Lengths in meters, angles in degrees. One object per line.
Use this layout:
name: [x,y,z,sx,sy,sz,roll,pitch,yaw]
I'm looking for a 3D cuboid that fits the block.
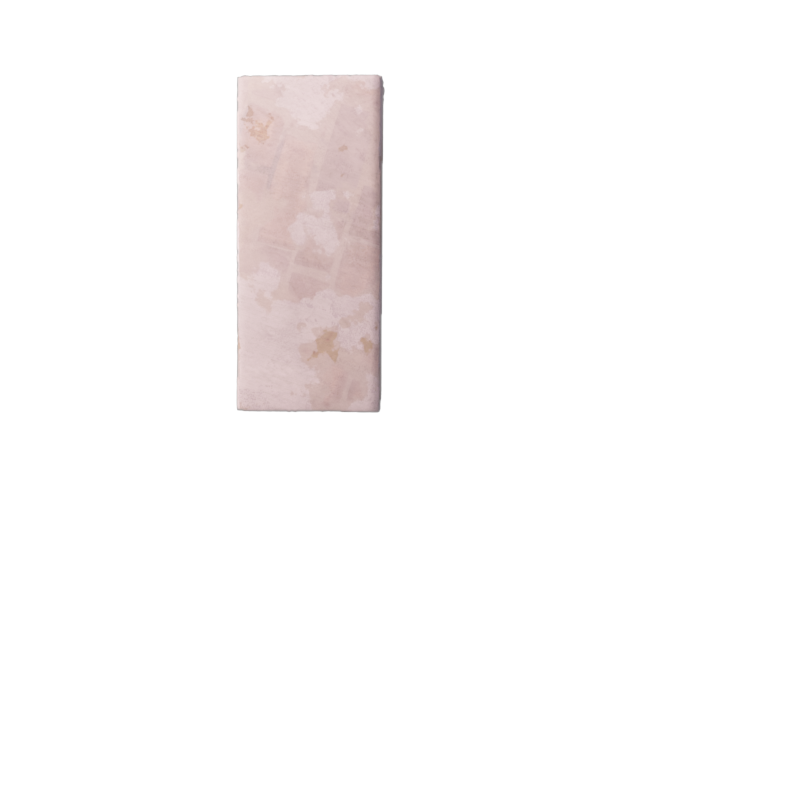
block: [-0.056,-0.102,0.717,0.090,0.205,0.091,0,3,2]
